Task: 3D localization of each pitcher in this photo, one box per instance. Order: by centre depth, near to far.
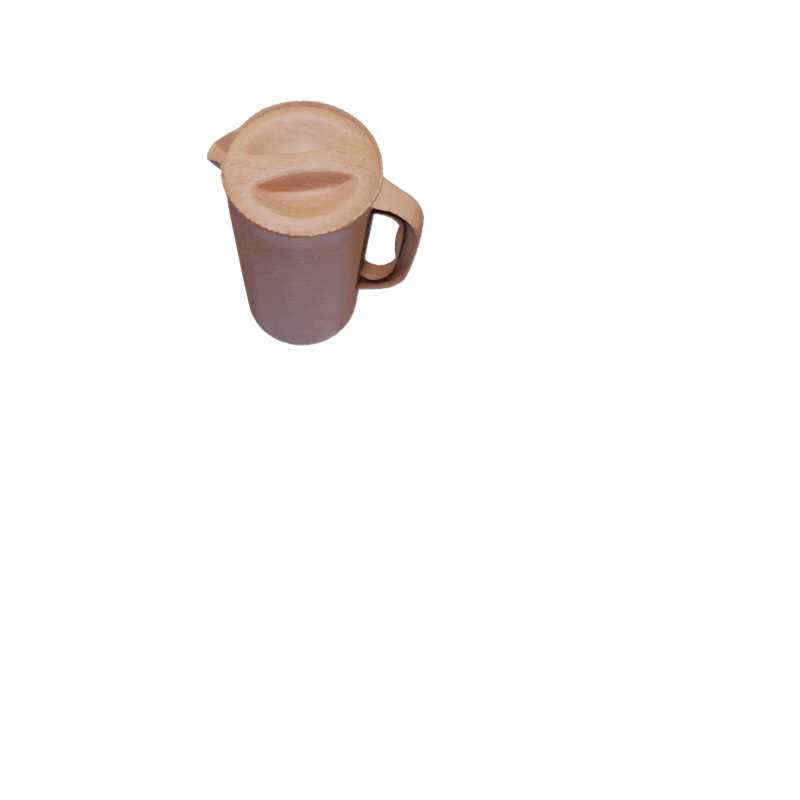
[{"bbox_3d":[-0.078,-0.142,0.997,0.144,0.159,0.229,-24,-22,-14],"label":"pitcher"}]
